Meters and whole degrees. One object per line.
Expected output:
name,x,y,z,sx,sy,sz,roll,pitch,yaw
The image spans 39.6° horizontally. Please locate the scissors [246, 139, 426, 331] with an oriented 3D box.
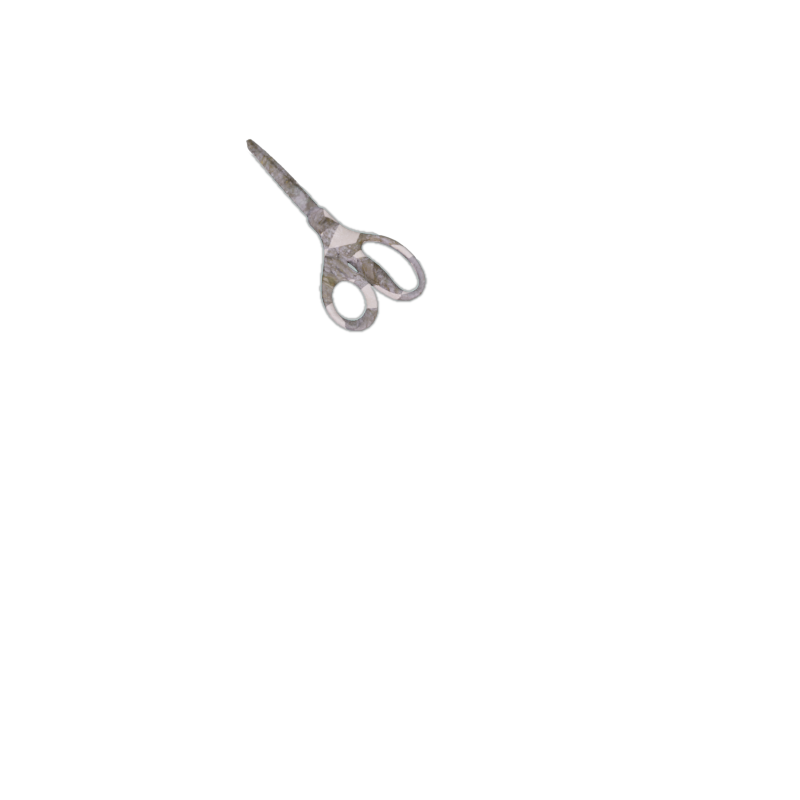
scissors,-0.074,-0.134,0.940,0.207,0.098,0.015,33,-15,10
